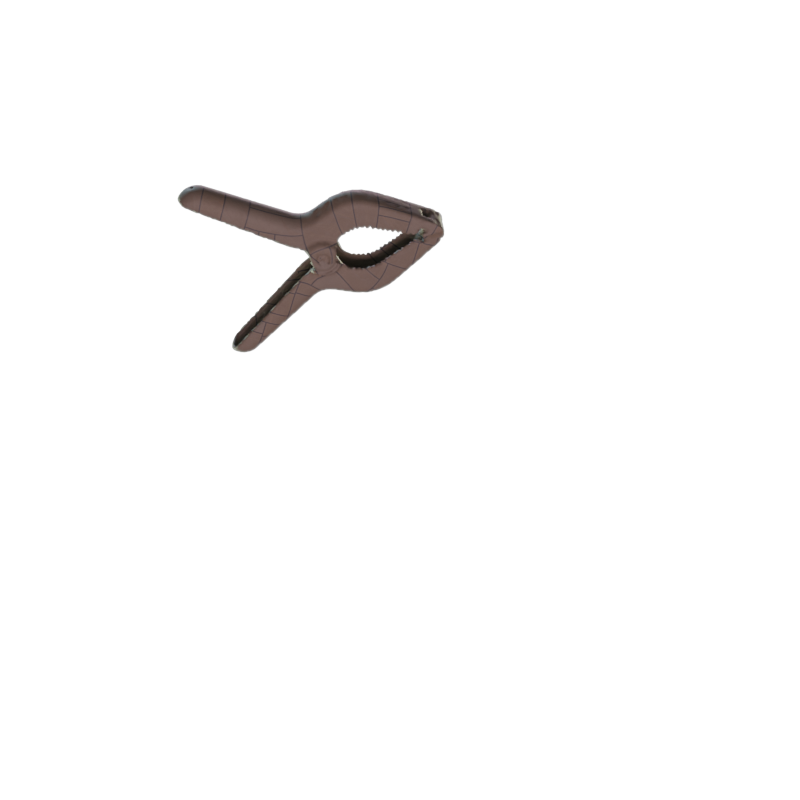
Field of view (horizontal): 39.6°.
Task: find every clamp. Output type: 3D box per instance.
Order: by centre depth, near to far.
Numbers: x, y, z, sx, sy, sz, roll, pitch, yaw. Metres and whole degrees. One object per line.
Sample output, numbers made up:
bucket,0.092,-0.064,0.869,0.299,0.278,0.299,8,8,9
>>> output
clamp,-0.071,-0.130,0.913,0.211,0.153,0.039,-17,34,11
